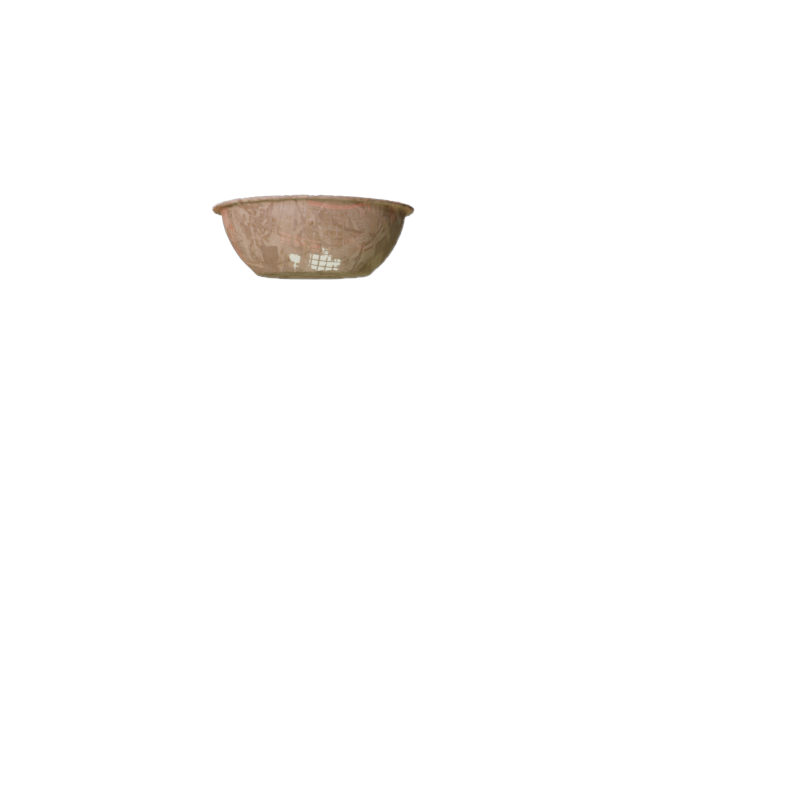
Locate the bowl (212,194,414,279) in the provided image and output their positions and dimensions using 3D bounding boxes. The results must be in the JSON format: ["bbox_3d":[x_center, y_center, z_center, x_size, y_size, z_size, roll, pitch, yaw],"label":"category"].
[{"bbox_3d":[-0.069,-0.126,0.883,0.162,0.055,0.162,0,1,-2],"label":"bowl"}]
